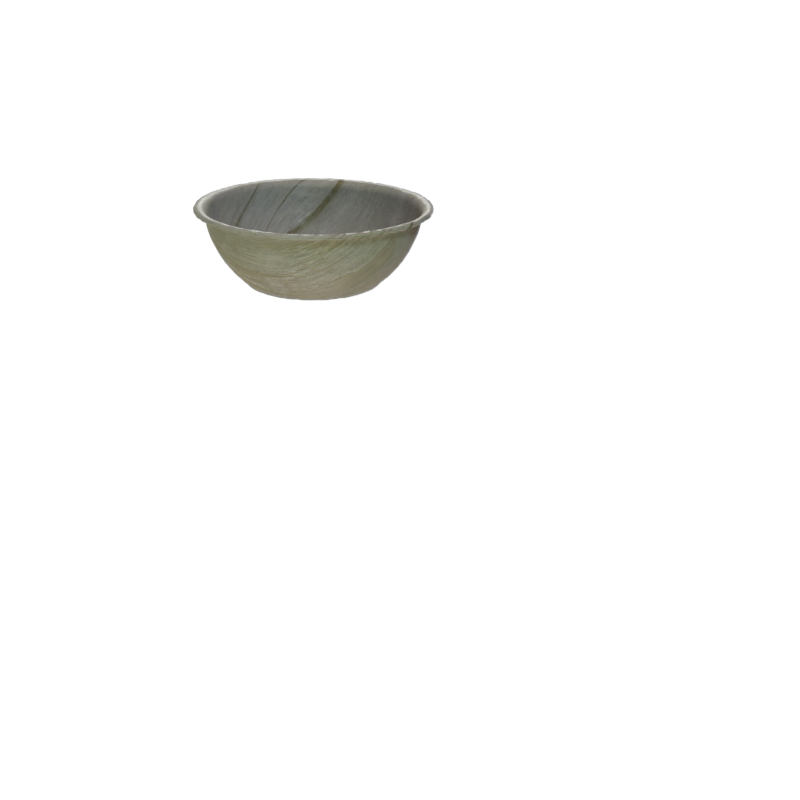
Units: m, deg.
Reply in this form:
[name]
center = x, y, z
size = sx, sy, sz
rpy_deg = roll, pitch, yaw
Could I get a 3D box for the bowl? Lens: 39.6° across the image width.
[bowl]
center = -0.059, -0.107, 0.752
size = 0.162, 0.053, 0.169
rpy_deg = -1, 22, -2
